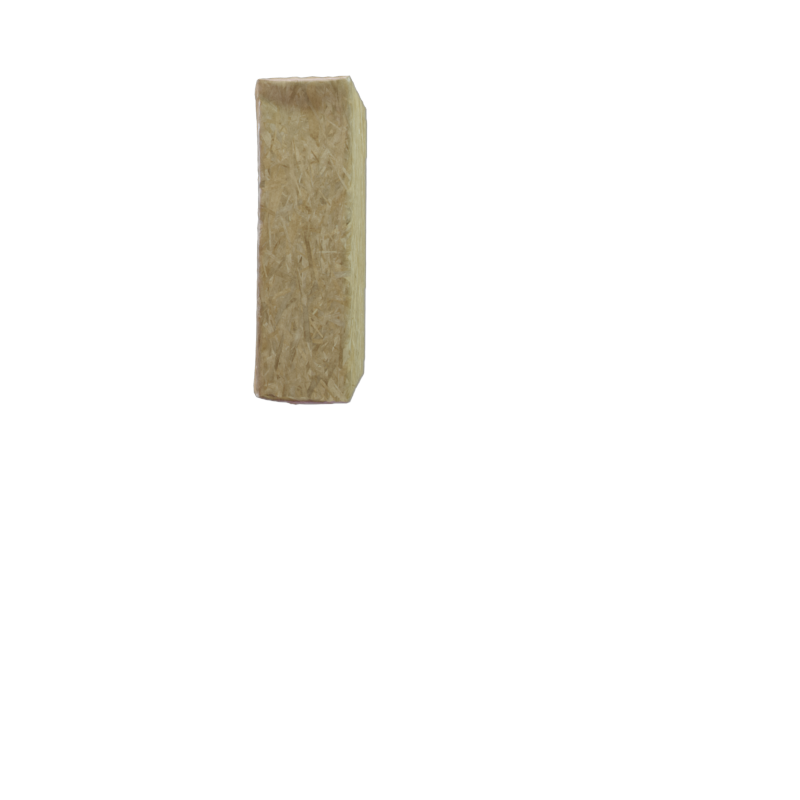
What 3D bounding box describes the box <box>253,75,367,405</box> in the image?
[{"bbox_3d":[-0.062,-0.113,0.792,0.072,0.214,0.164,0,2,2],"label":"box"}]
